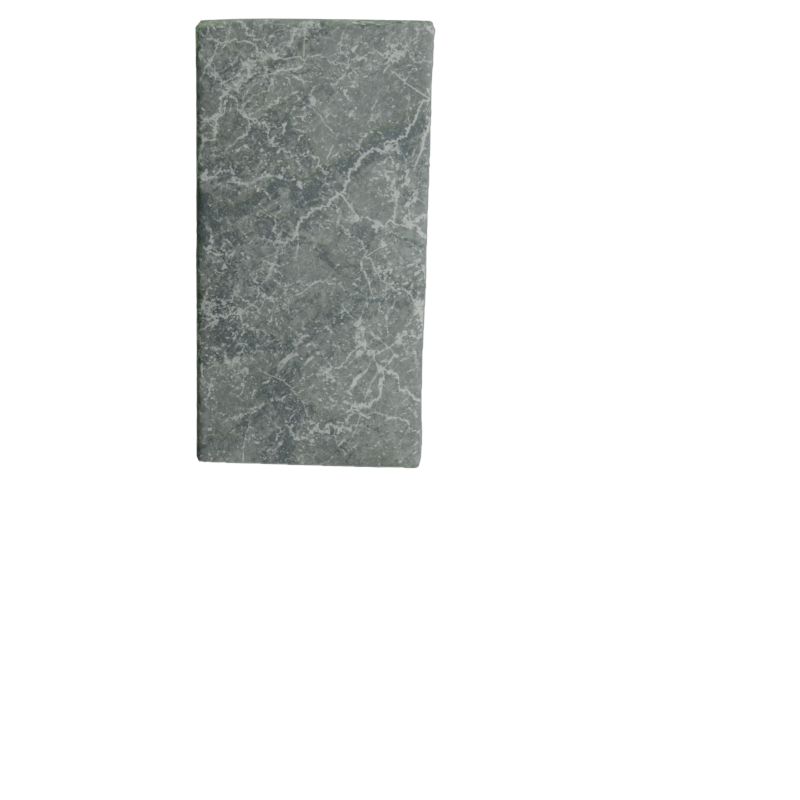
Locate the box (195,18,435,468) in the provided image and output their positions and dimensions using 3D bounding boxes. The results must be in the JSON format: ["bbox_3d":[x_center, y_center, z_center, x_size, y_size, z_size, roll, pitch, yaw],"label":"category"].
[{"bbox_3d":[-0.035,-0.064,0.446,0.093,0.171,0.049,1,13,1],"label":"box"}]
